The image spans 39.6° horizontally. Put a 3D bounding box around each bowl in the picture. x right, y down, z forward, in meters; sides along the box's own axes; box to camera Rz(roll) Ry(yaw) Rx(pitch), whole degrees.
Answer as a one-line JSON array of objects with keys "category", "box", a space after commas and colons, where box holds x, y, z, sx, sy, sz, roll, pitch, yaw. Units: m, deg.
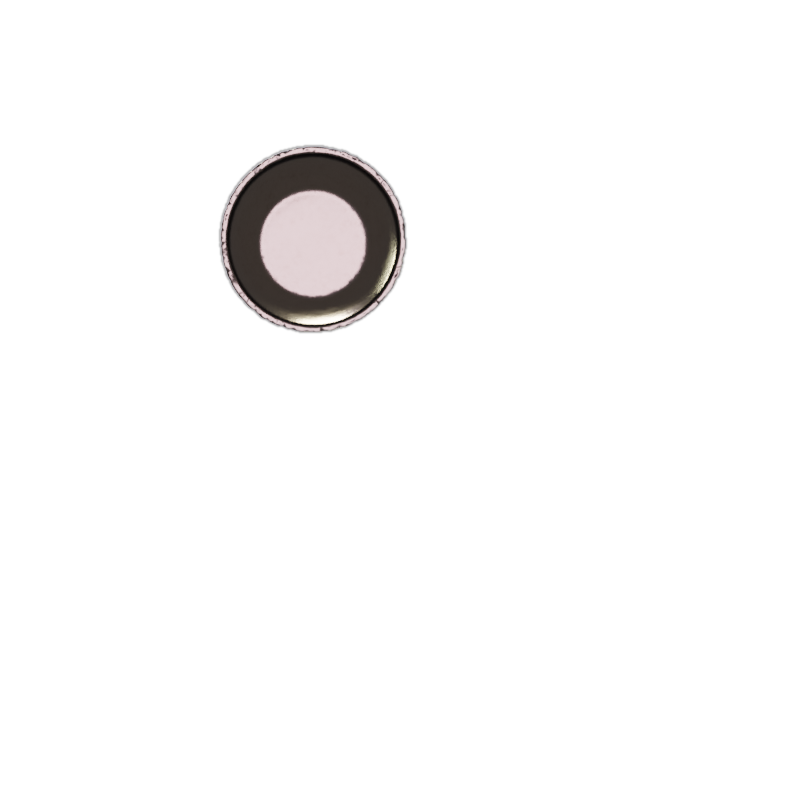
[{"category": "bowl", "box": [-0.073, -0.133, 0.934, 0.162, 0.161, 0.056, 0, 4, 0]}]
